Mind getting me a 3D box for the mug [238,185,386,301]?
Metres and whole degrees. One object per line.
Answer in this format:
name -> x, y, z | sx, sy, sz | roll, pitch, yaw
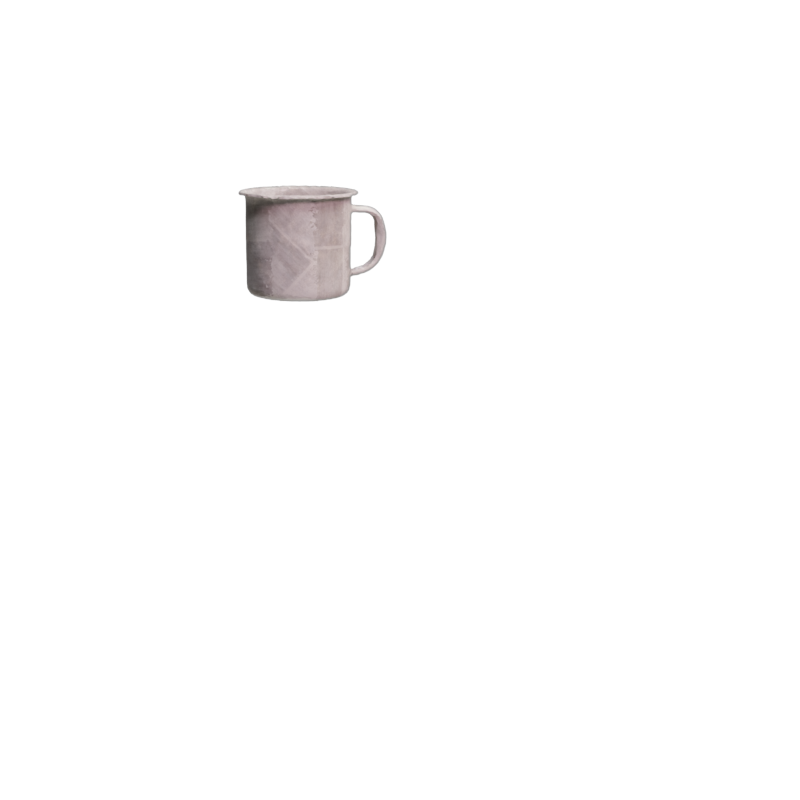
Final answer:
mug -> -0.068, -0.124, 0.869 | 0.115, 0.080, 0.097 | -4, 13, -16
